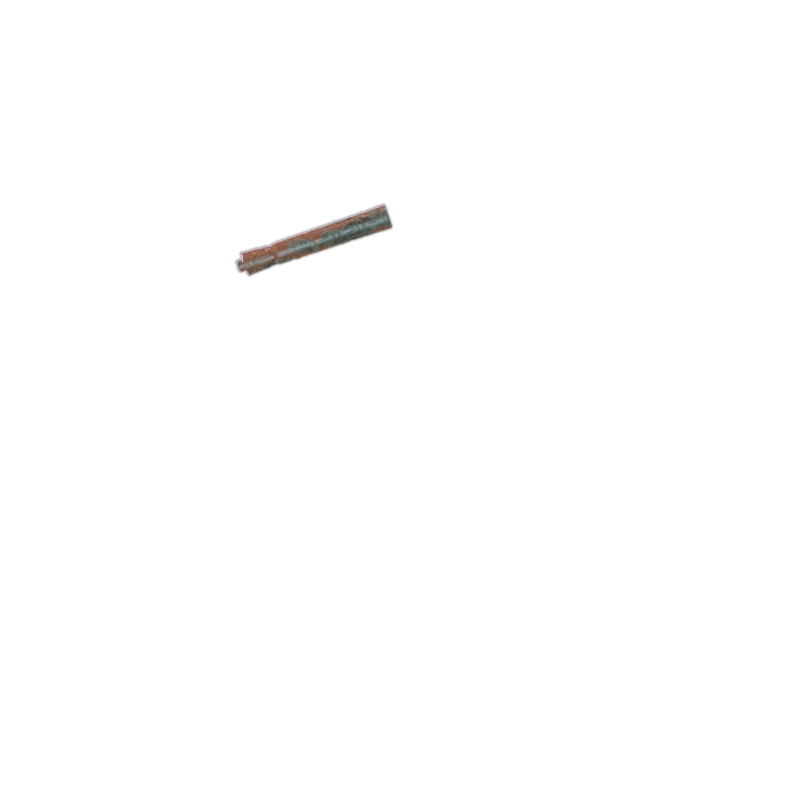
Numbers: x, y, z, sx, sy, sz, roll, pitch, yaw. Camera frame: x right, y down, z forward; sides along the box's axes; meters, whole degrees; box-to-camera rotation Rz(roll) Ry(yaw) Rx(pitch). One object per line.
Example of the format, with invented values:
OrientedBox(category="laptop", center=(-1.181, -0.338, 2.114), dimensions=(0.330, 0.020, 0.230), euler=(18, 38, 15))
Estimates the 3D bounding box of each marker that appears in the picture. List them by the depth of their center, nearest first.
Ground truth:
OrientedBox(category="marker", center=(-0.066, -0.120, 0.840), dimensions=(0.121, 0.020, 0.020), euler=(-18, 3, 4))
